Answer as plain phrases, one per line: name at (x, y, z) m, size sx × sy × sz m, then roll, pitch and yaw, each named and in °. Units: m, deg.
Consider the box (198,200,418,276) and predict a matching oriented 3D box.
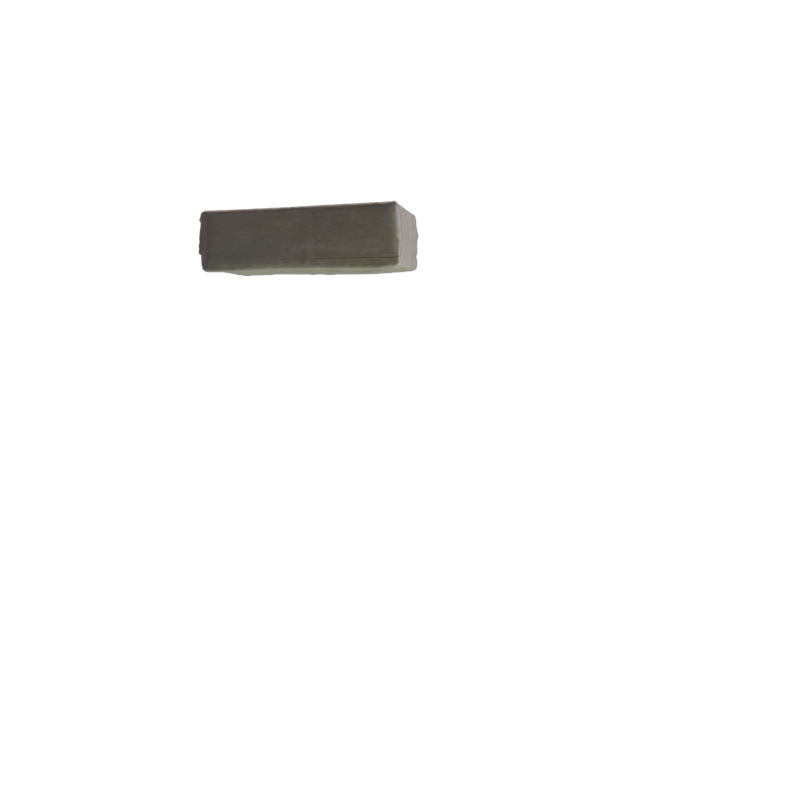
box at (-0.050, -0.092, 0.643) m, size 0.115 × 0.039 × 0.089 m, roll 1°, pitch 4°, yaw 10°
